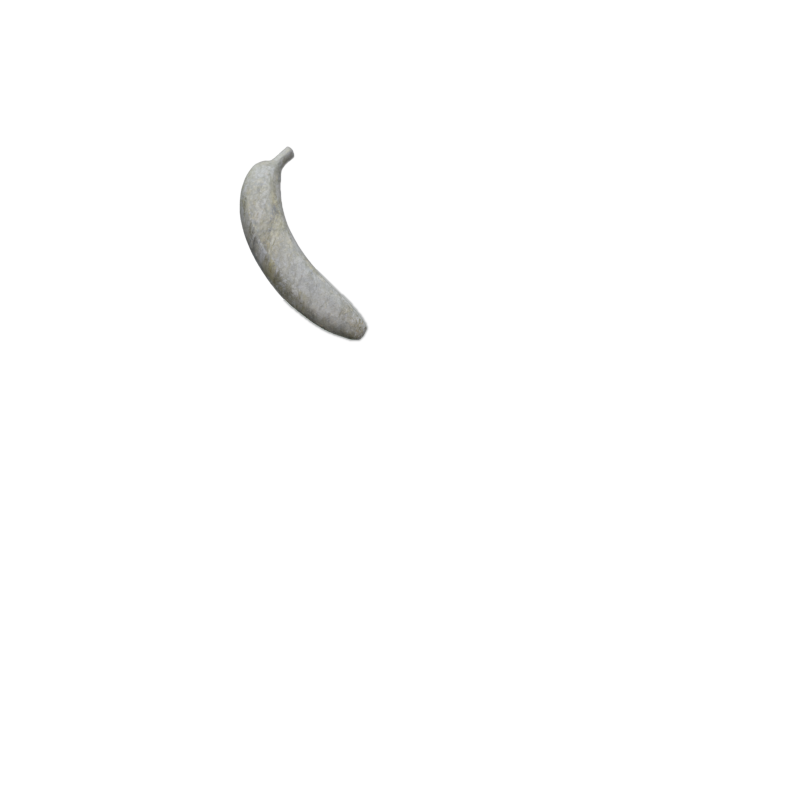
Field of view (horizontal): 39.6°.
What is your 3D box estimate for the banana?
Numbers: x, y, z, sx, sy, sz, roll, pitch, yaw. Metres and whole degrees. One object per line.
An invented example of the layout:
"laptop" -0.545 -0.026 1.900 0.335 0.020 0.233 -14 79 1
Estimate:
"banana" -0.092 -0.132 0.941 0.069 0.210 0.035 -18 -24 -9
